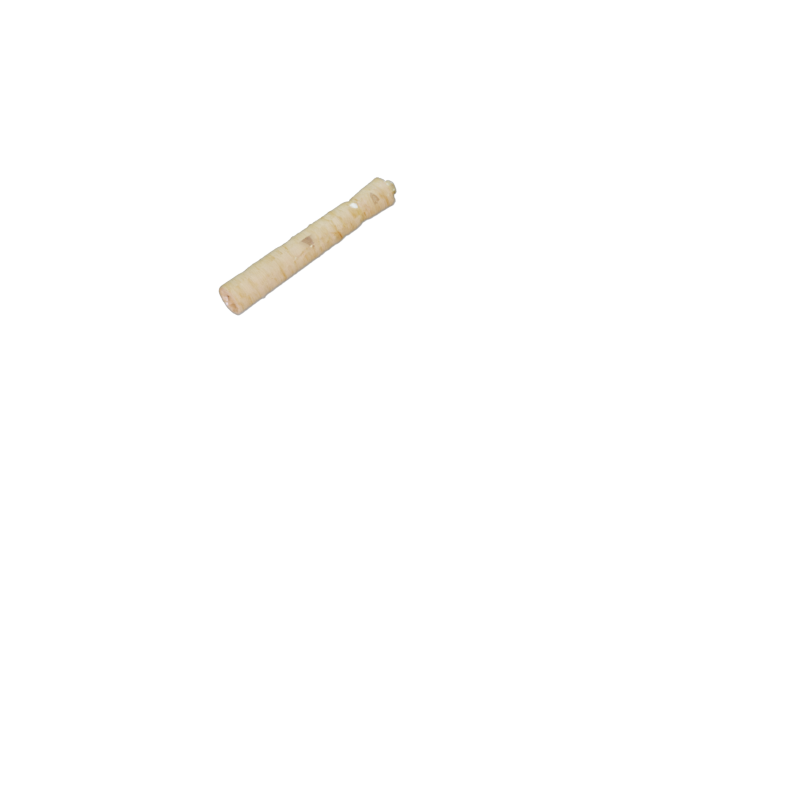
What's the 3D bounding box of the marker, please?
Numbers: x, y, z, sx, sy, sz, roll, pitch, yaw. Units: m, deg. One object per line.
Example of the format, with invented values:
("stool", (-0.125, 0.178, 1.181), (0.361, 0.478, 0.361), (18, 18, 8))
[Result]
("marker", (-0.048, -0.088, 0.619), (0.122, 0.019, 0.020), (-39, 21, -22))
